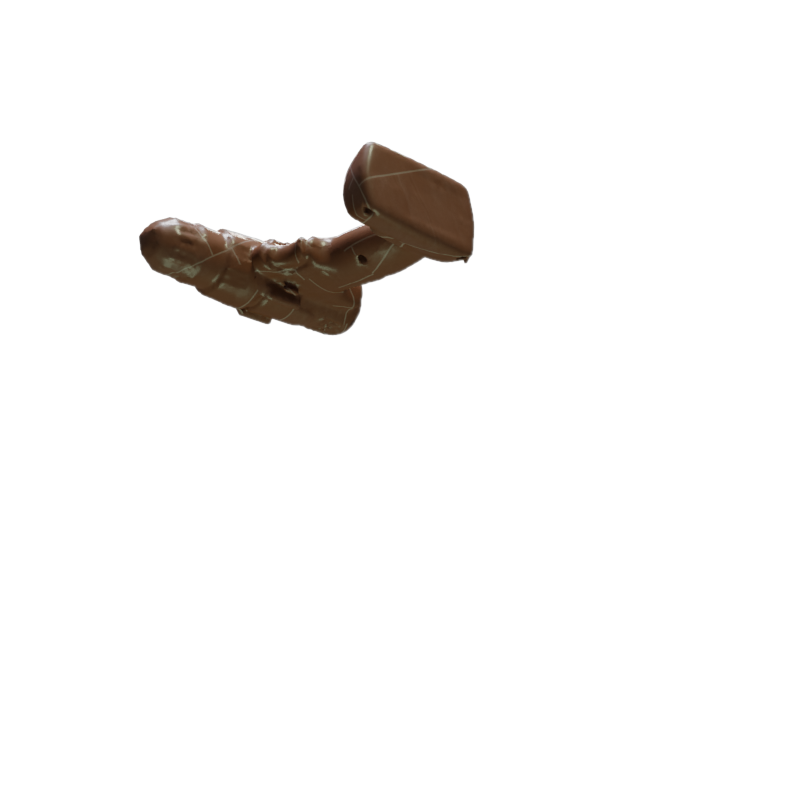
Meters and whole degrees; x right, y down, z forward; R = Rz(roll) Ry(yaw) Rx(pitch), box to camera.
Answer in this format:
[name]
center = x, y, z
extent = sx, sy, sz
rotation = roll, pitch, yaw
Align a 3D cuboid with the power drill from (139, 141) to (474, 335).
[power drill]
center = -0.059, -0.108, 0.755
extent = 0.174, 0.060, 0.189
rotation = 17, -26, -39
